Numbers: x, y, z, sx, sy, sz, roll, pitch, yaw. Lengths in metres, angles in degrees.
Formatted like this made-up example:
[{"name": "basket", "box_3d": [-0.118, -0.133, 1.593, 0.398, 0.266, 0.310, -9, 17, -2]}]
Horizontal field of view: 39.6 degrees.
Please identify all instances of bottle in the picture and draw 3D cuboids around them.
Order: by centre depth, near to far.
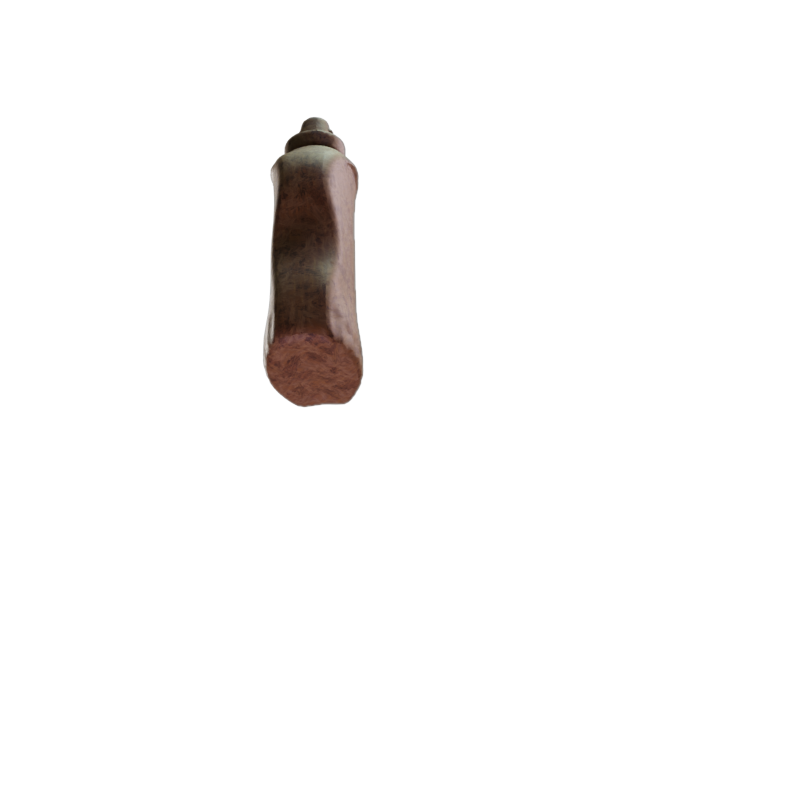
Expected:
[{"name": "bottle", "box_3d": [-0.054, -0.100, 0.701, 0.059, 0.204, 0.089, -6, -31, 5]}]
